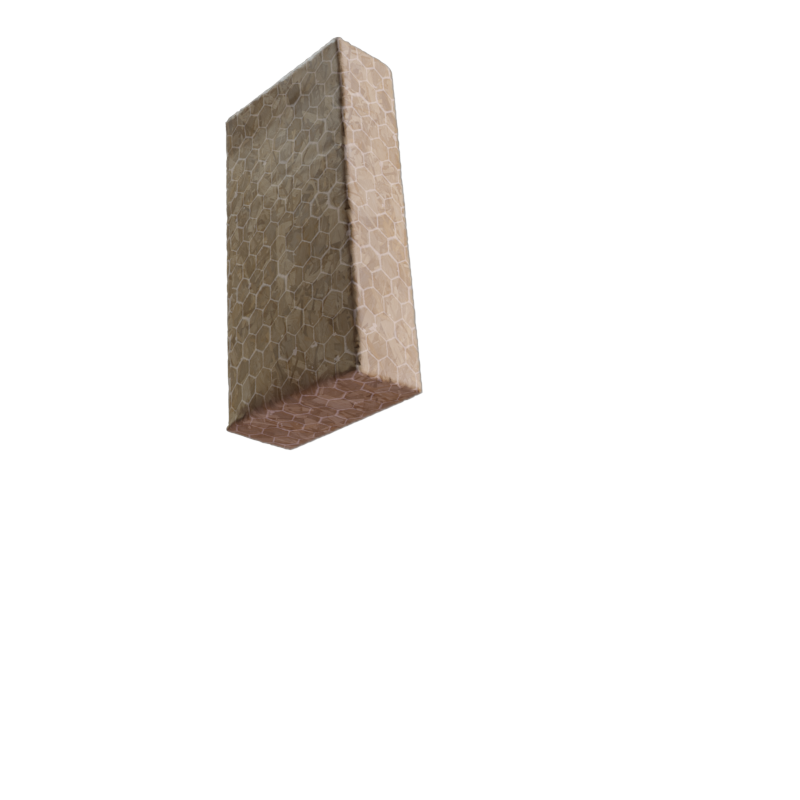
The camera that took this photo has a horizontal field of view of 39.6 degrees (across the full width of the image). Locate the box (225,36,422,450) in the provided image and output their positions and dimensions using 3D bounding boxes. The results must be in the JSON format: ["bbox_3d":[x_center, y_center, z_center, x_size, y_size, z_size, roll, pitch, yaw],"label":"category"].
[{"bbox_3d":[-0.041,-0.075,0.528,0.045,0.187,0.093,23,-37,-39],"label":"box"}]
